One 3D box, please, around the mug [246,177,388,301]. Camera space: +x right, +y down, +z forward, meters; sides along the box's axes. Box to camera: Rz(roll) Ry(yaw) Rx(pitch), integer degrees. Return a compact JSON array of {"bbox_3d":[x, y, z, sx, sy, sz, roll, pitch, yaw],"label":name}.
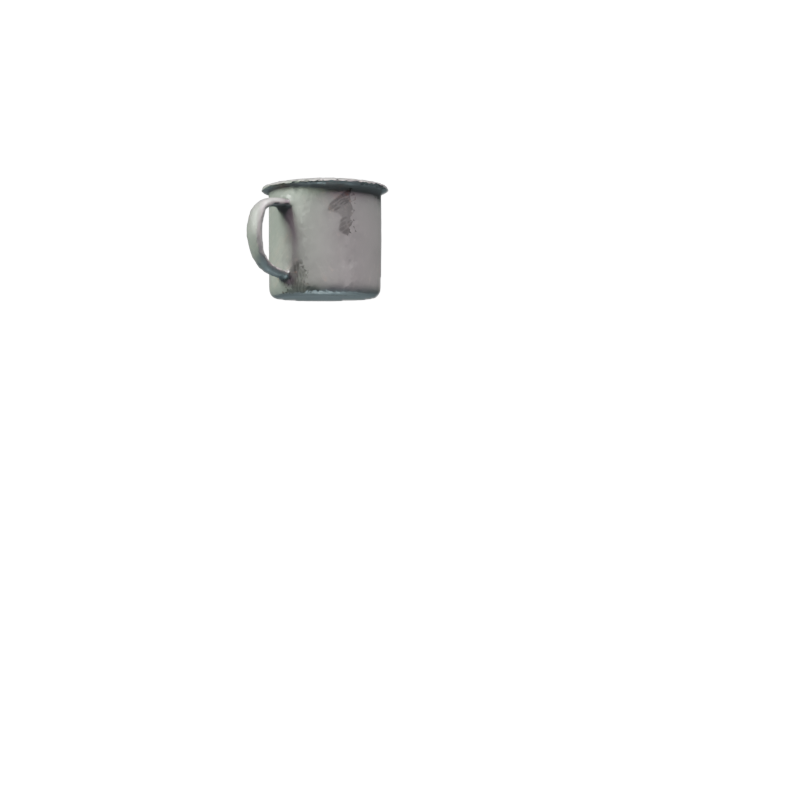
[{"bbox_3d":[-0.063,-0.115,0.803,0.096,0.082,0.112,-2,-2,42],"label":"mug"}]
